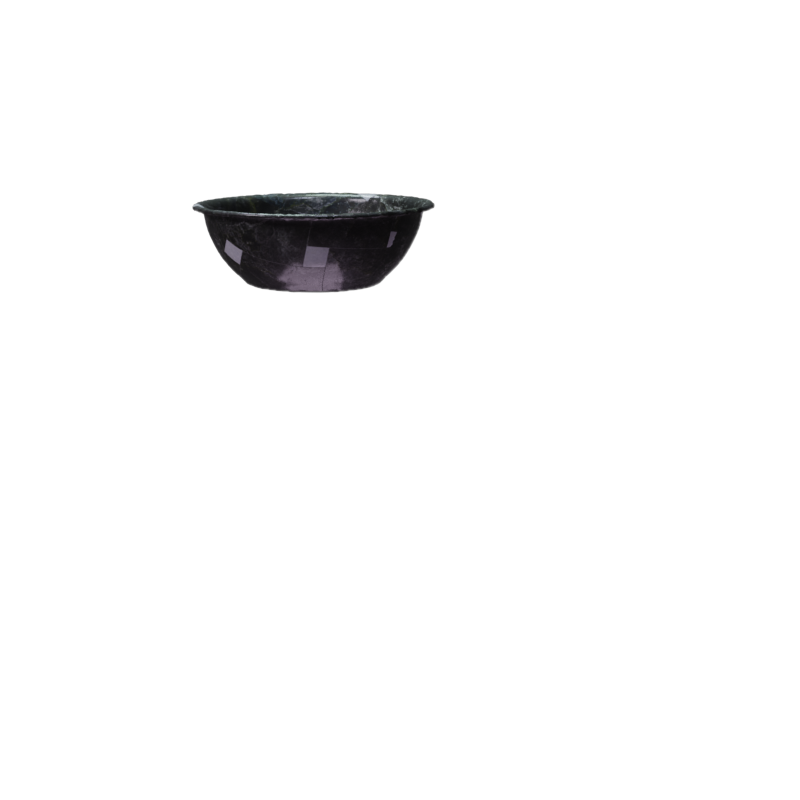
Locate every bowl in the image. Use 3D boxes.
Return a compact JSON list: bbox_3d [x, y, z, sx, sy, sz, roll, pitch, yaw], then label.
[{"bbox_3d":[-0.058,-0.106,0.745,0.162,0.054,0.167,0,14,-2],"label":"bowl"}]
